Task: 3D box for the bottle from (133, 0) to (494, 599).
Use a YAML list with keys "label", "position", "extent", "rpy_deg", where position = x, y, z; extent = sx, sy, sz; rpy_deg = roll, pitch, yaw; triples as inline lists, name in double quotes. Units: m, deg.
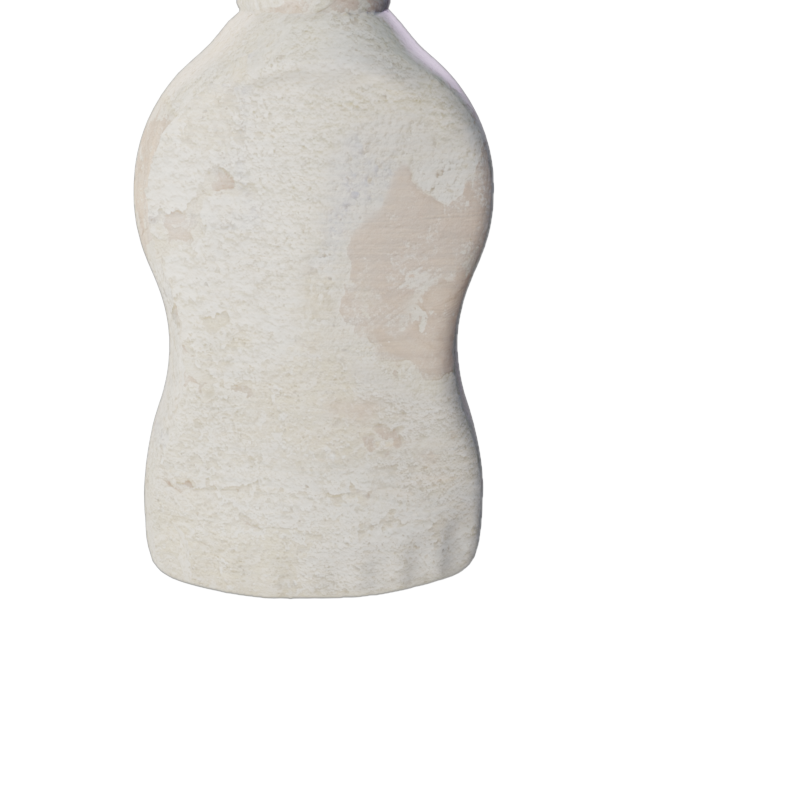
- label: "bottle"
  position: [-0.024, -0.044, 0.304]
  extent: [0.096, 0.185, 0.061]
  rpy_deg: [1, 16, -1]
